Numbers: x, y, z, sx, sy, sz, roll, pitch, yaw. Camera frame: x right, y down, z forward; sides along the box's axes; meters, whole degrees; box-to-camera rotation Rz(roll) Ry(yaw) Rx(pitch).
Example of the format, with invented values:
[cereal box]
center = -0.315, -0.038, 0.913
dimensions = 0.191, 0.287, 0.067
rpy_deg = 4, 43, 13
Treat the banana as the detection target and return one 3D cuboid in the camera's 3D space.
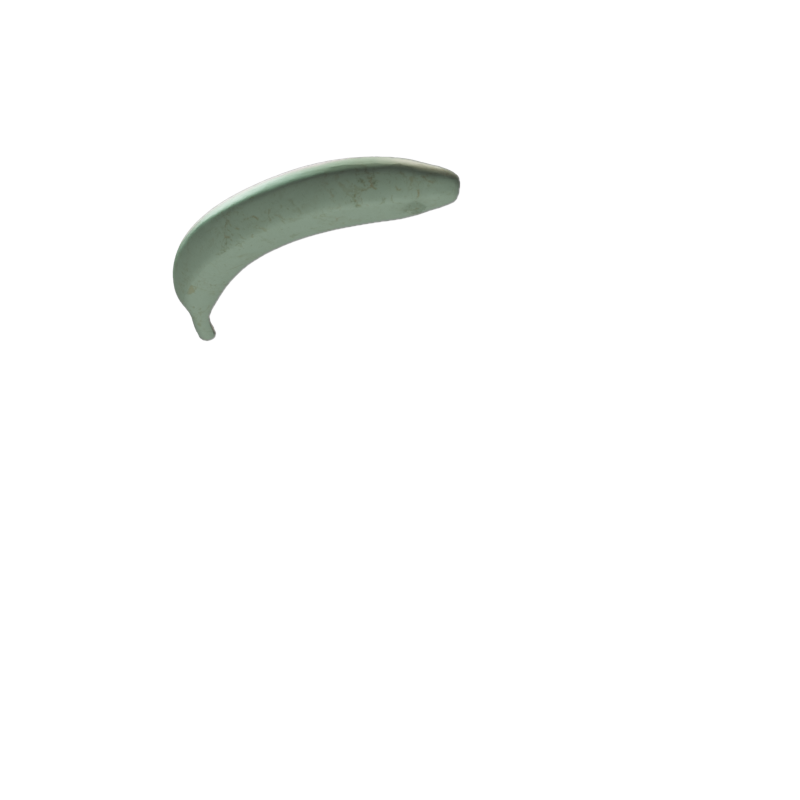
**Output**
[banana]
center = -0.063, -0.095, 0.614
dimensions = 0.198, 0.039, 0.065
rpy_deg = -24, -39, 32
